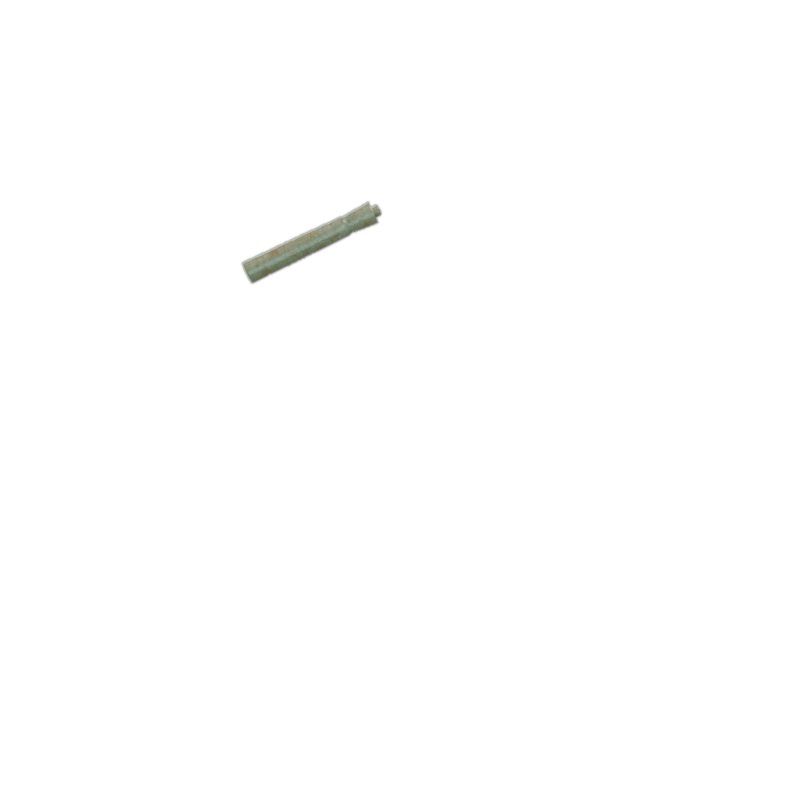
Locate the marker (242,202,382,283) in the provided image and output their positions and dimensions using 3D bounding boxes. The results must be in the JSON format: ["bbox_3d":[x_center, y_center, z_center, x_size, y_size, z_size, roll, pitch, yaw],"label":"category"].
[{"bbox_3d":[-0.071,-0.130,0.912,0.121,0.020,0.020,-26,4,1],"label":"marker"}]
